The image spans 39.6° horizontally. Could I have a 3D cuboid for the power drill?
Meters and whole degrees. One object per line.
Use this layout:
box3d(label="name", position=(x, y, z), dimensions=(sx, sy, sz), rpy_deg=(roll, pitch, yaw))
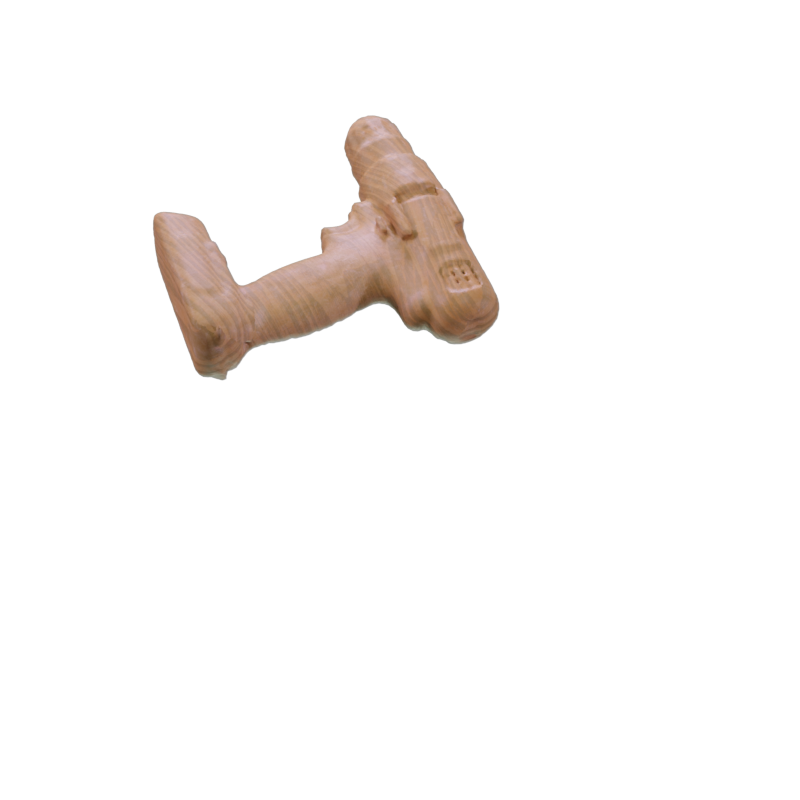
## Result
box3d(label="power drill", position=(-0.054, -0.098, 0.688), dimensions=(0.186, 0.199, 0.053), rpy_deg=(-16, -37, -13))
